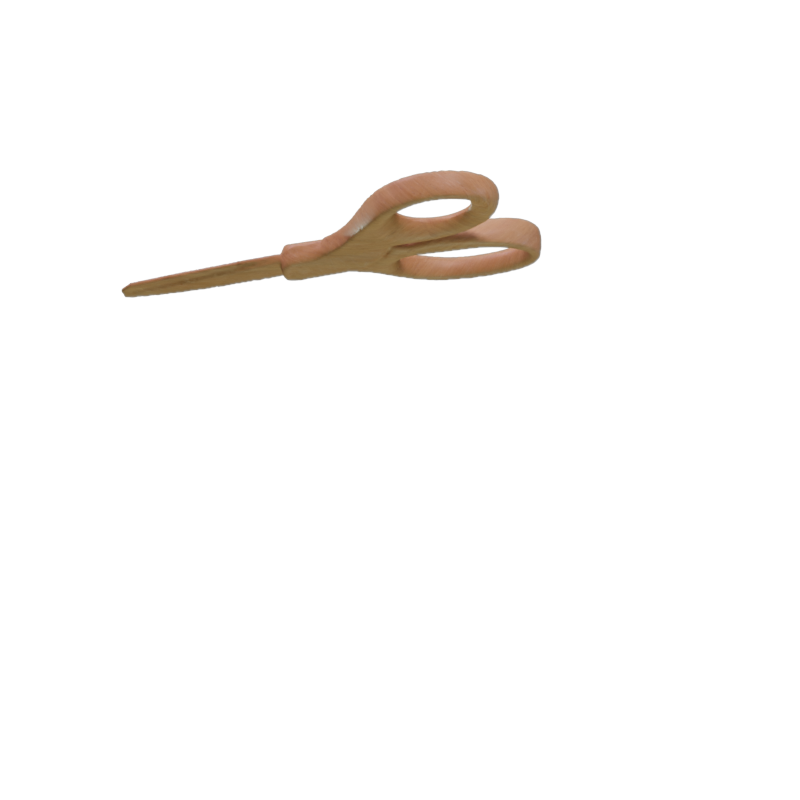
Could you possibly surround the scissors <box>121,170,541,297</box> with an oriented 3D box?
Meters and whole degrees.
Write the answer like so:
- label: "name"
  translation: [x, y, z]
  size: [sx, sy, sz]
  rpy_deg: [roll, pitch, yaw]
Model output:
- label: "scissors"
  translation: [-0.039, -0.071, 0.495]
  size: [0.203, 0.017, 0.091]
  rpy_deg: [-2, -20, 6]
